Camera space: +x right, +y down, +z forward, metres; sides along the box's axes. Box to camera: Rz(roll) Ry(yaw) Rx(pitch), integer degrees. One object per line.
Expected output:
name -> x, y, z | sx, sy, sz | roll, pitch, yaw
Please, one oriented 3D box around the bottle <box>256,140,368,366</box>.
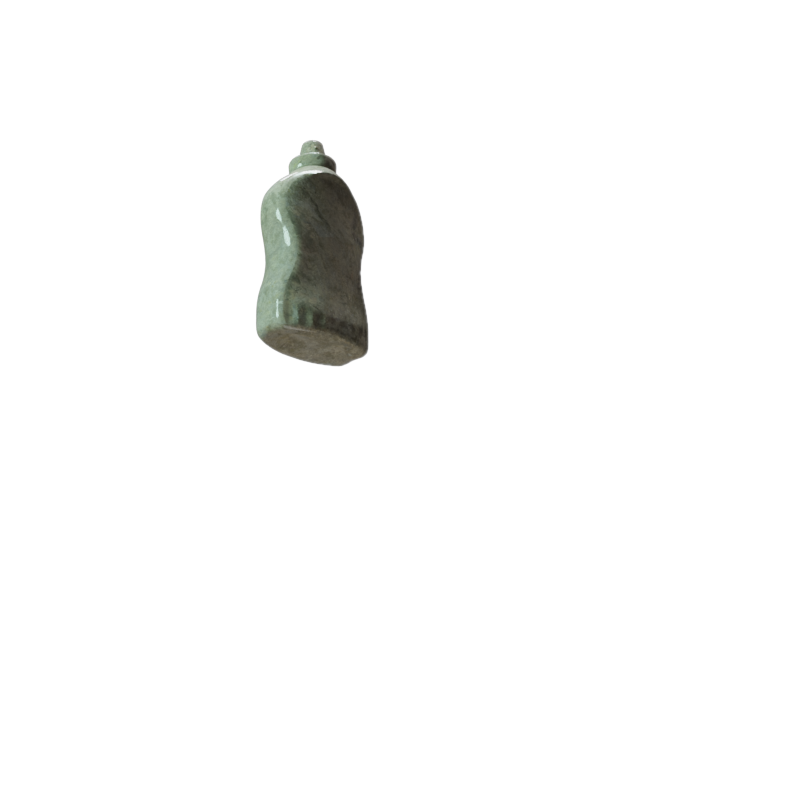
bottle -> -0.072, -0.130, 0.911 | 0.091, 0.203, 0.058 | 19, -34, -36
